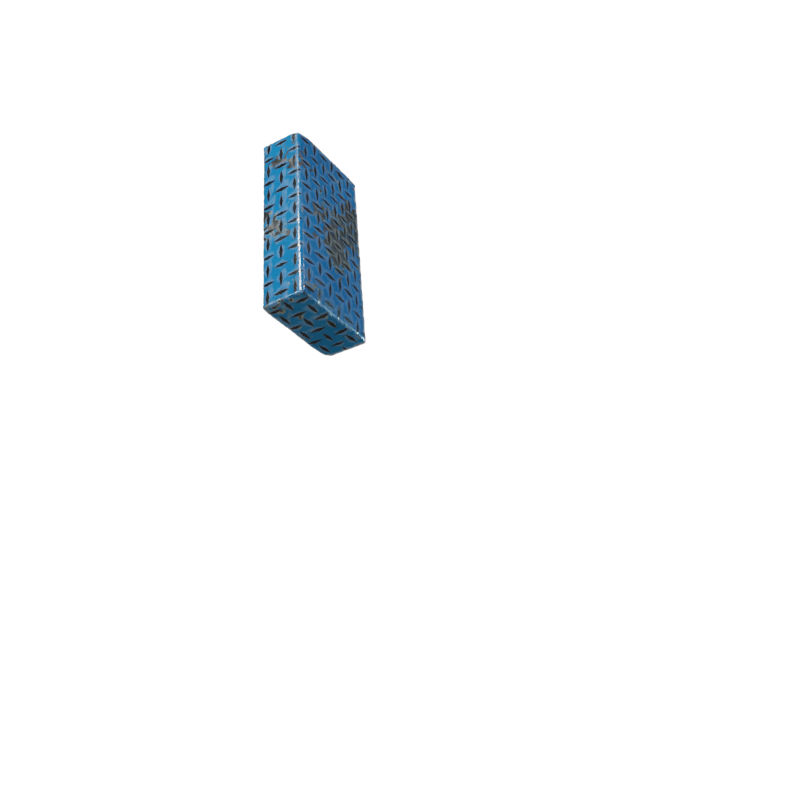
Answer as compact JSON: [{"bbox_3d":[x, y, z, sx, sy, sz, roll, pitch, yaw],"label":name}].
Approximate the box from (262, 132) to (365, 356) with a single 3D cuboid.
[{"bbox_3d":[-0.073,-0.134,0.938,0.048,0.189,0.086,-22,-39,26],"label":"box"}]
